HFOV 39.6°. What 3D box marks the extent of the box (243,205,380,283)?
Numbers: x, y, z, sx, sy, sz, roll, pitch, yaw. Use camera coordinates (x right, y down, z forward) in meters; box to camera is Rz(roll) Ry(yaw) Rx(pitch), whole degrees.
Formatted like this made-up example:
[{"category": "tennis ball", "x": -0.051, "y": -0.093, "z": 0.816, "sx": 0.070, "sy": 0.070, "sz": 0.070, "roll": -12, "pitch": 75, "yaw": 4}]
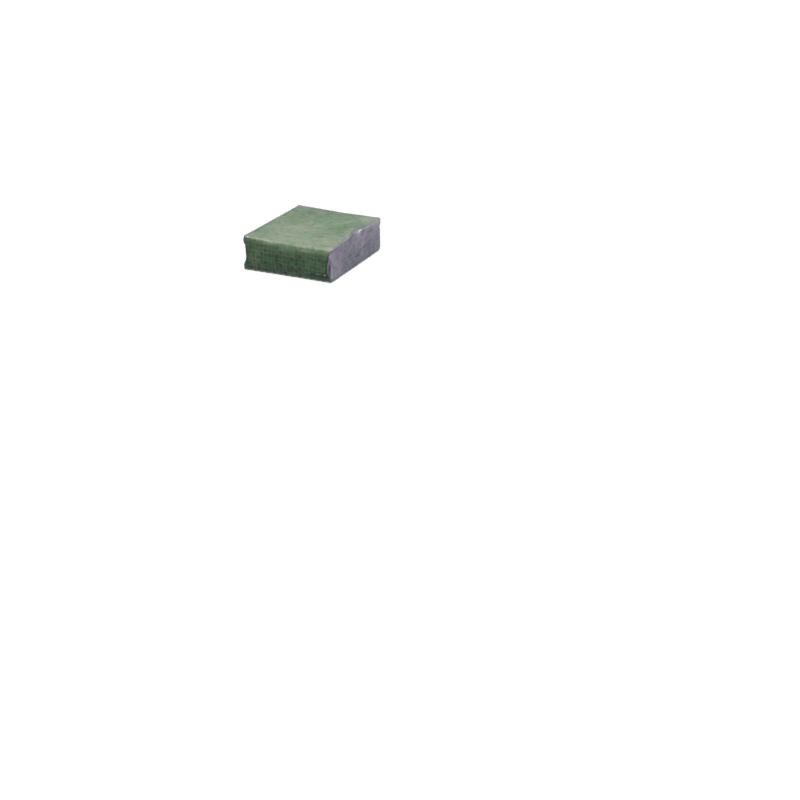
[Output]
[{"category": "box", "x": -0.066, "y": -0.119, "z": 0.837, "sx": 0.076, "sy": 0.029, "sz": 0.090, "roll": 11, "pitch": 27, "yaw": 23}]
